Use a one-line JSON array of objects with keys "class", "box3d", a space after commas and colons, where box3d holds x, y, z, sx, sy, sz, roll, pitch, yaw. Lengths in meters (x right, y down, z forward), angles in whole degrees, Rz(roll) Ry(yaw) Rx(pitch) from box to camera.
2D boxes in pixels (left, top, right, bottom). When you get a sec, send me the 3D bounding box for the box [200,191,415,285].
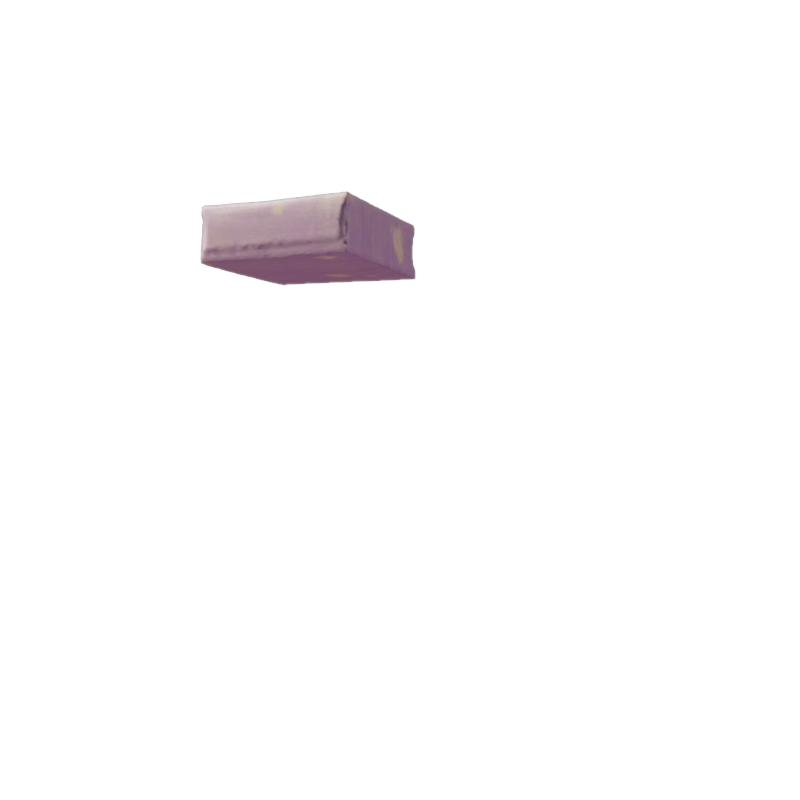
[{"class": "box", "box3d": [-0.041, -0.075, 0.523, 0.075, 0.031, 0.086, -1, -2, 23]}]
